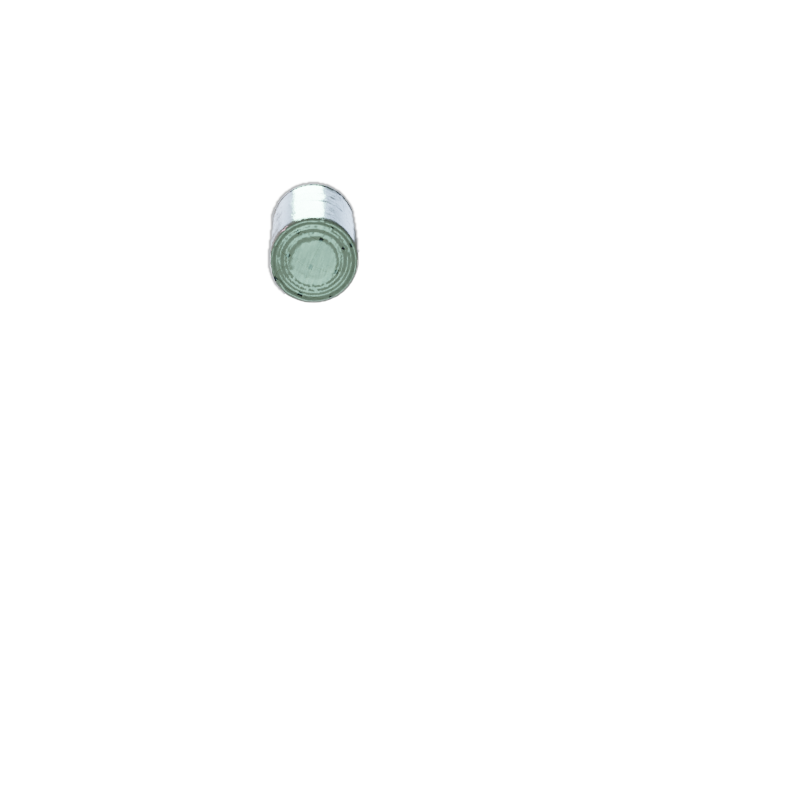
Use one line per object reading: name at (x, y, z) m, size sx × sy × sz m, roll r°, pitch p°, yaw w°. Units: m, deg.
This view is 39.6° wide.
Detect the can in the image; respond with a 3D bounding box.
can at (-0.067, -0.123, 0.861) m, size 0.068 × 0.065 × 0.107 m, roll 0°, pitch 23°, yaw -3°
